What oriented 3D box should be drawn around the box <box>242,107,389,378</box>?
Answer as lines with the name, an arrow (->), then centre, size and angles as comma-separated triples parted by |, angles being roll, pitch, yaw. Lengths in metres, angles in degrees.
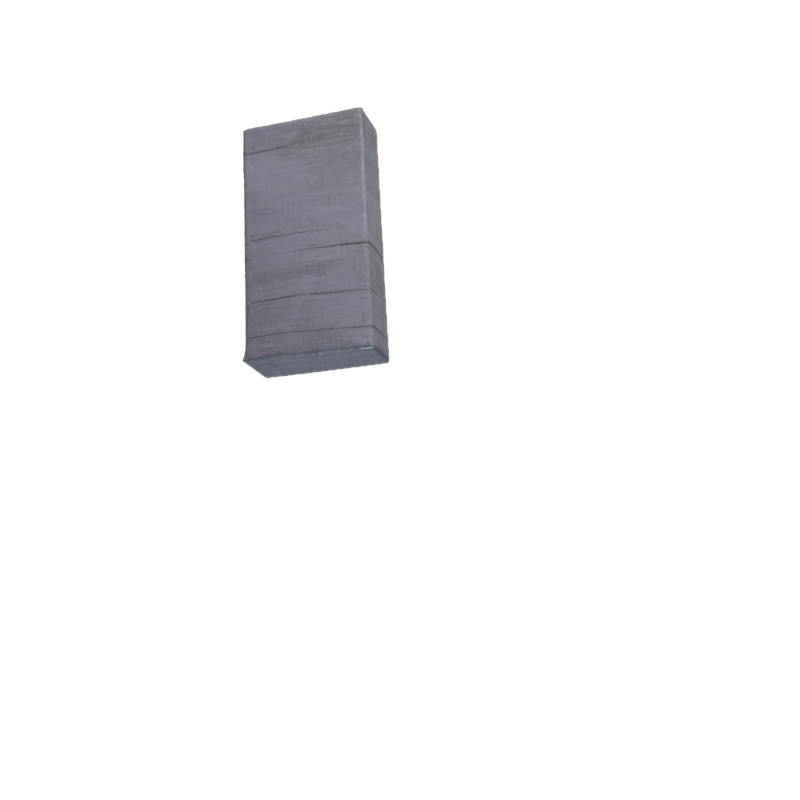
box -> -0.060, -0.109, 0.766 | 0.095, 0.186, 0.045 | -8, -24, 16
